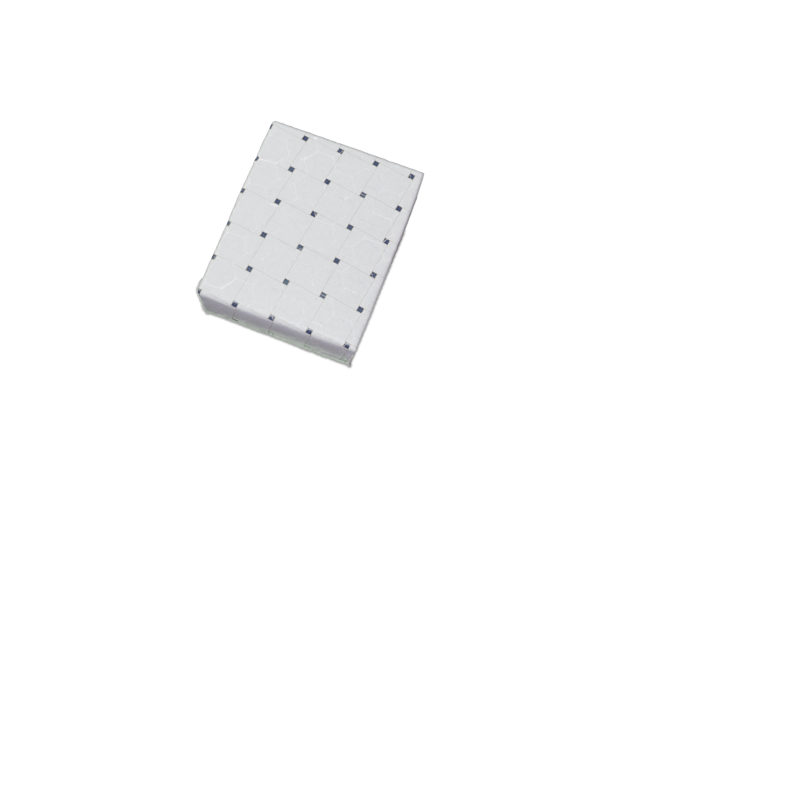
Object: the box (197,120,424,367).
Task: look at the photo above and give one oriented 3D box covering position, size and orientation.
[{"bbox_3d":[-0.047,-0.086,0.604,0.091,0.117,0.037,19,-18,6],"label":"box"}]
